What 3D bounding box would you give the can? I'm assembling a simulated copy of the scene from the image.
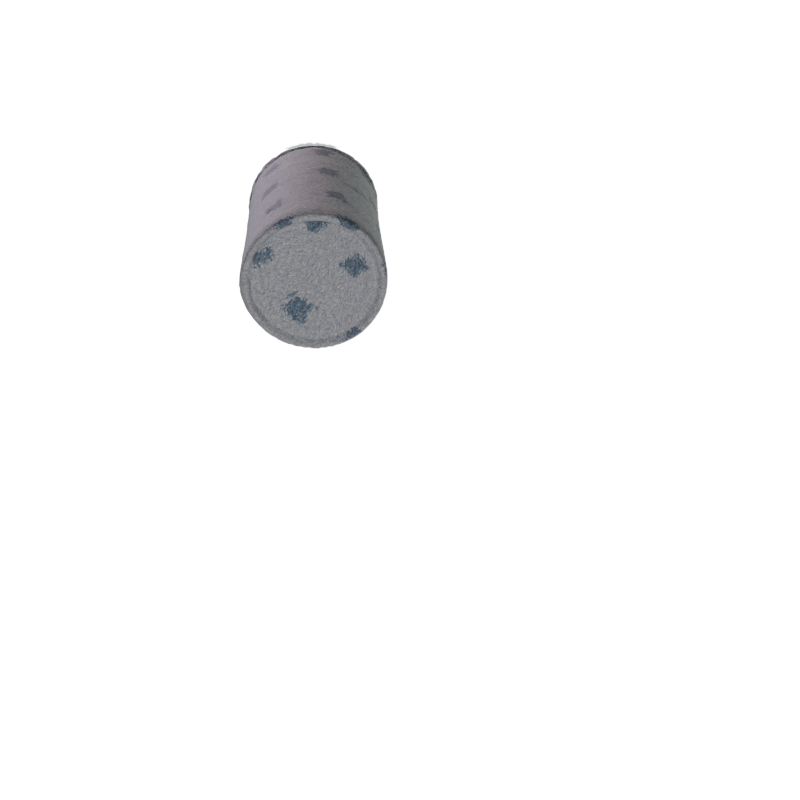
[{"bbox_3d":[-0.042,-0.077,0.538,0.068,0.065,0.108,0,27,-3],"label":"can"}]
